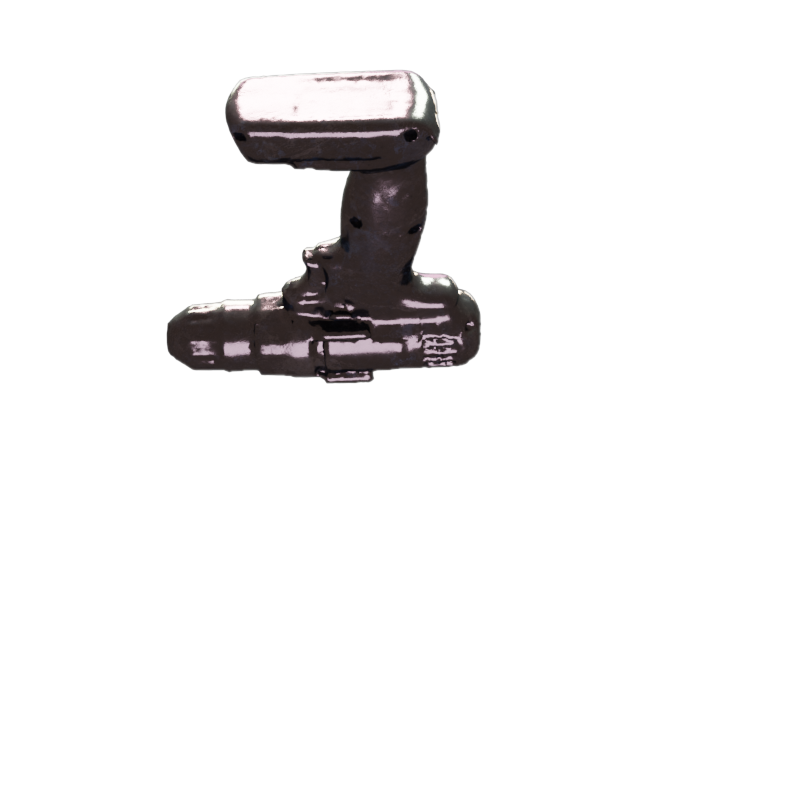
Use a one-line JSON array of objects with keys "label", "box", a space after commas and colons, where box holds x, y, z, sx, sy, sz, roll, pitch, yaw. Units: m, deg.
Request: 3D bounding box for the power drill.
[{"label": "power drill", "box": [-0.048, -0.087, 0.608, 0.185, 0.174, 0.062, -2, 44, 2]}]
